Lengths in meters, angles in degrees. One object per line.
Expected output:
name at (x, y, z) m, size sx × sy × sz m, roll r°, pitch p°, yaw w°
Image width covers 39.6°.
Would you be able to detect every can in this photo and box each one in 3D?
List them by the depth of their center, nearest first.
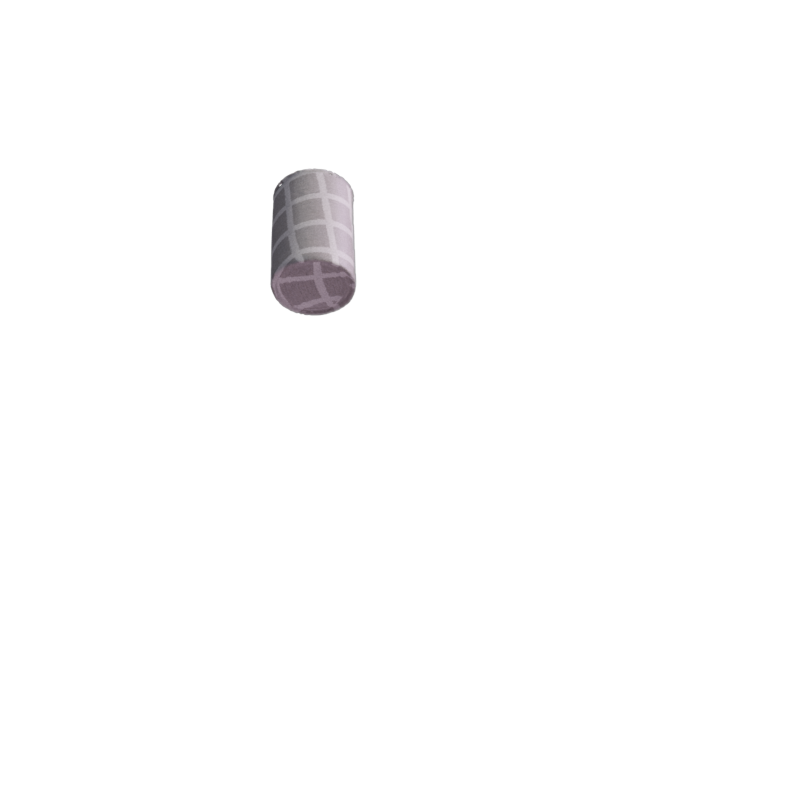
can at (-0.070, -0.127, 0.891) m, size 0.068 × 0.110 × 0.064 m, roll -1°, pitch -40°, yaw -3°
